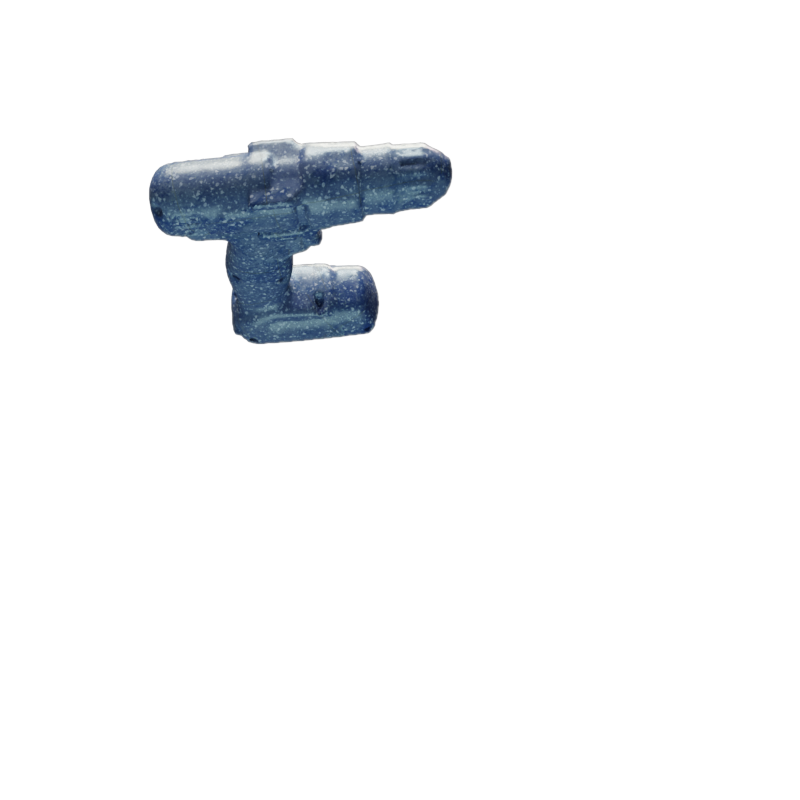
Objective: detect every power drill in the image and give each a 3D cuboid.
[{"bbox_3d":[-0.057,-0.105,0.733,0.185,0.061,0.175,-2,-26,4],"label":"power drill"}]
